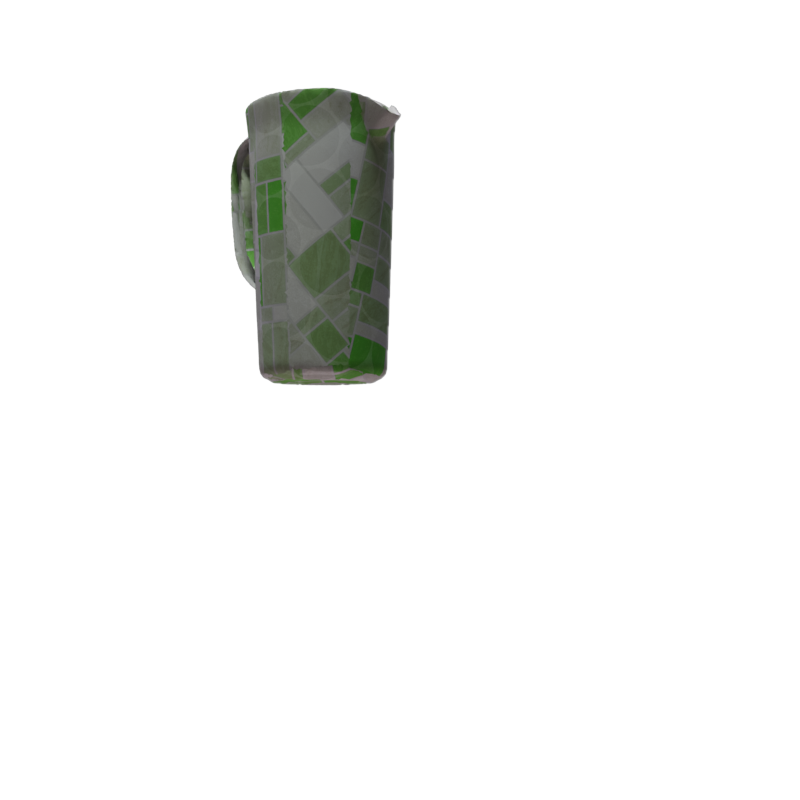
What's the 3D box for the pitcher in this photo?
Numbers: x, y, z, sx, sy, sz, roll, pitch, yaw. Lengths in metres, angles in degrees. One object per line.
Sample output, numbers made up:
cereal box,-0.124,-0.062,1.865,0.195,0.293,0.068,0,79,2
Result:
pitcher,-0.075,-0.137,0.959,0.144,0.249,0.147,0,-8,-6
